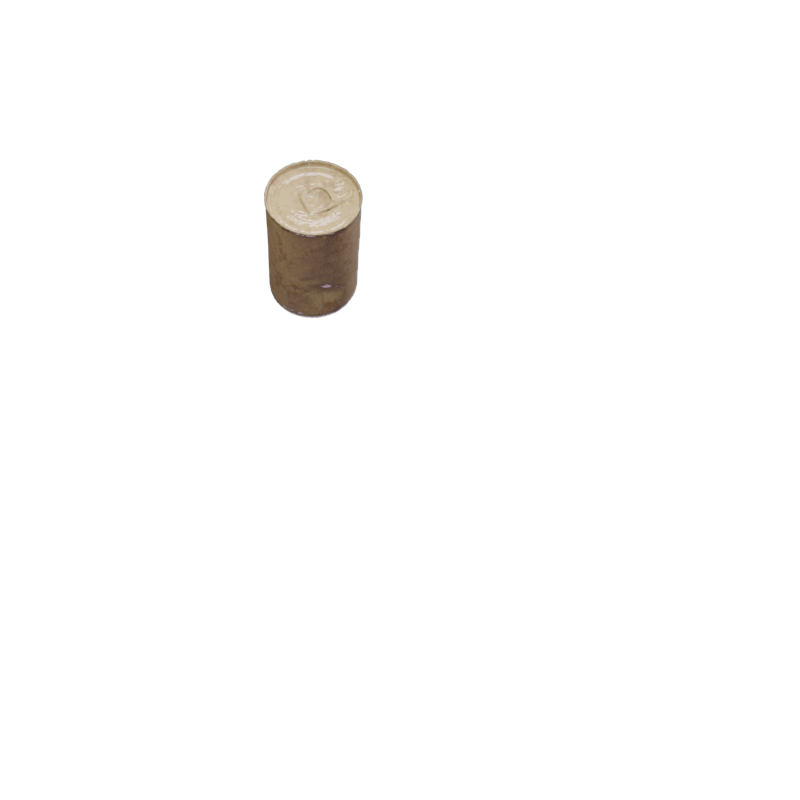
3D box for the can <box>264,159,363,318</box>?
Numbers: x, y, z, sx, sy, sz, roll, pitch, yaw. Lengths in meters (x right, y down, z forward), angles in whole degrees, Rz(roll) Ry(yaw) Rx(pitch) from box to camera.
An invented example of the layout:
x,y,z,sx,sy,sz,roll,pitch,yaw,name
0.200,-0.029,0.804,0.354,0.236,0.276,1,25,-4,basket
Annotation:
x,y,z,sx,sy,sz,roll,pitch,yaw,name
-0.063,-0.114,0.800,0.068,0.073,0.096,0,-34,-3,can
